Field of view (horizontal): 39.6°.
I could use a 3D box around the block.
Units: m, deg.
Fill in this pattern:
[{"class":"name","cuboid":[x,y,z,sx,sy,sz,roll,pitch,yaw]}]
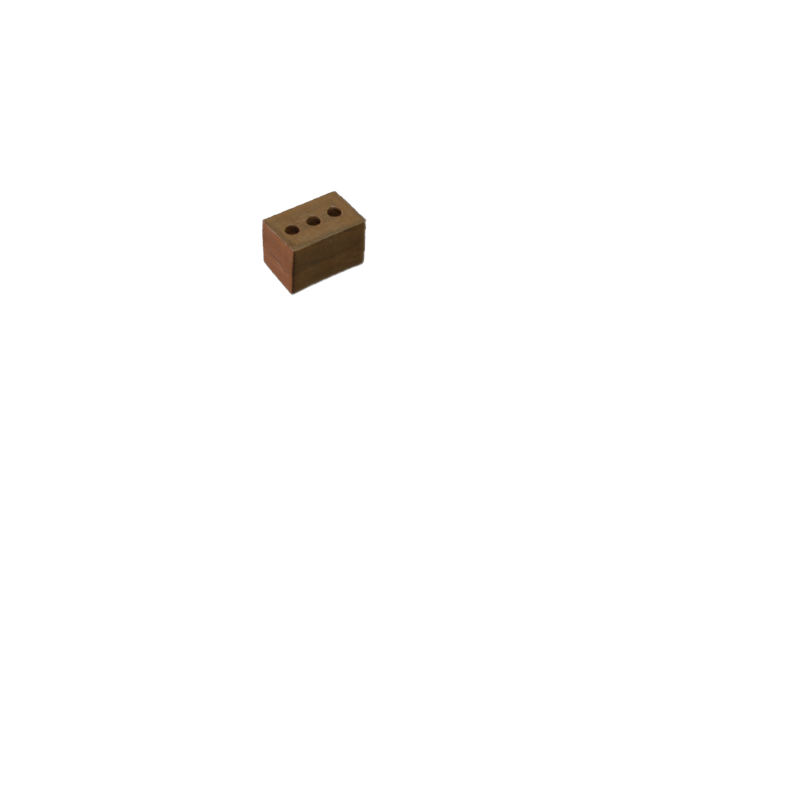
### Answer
[{"class":"block","cuboid":[-0.076,-0.139,0.976,0.078,0.048,0.057,-27,52,-24]}]
